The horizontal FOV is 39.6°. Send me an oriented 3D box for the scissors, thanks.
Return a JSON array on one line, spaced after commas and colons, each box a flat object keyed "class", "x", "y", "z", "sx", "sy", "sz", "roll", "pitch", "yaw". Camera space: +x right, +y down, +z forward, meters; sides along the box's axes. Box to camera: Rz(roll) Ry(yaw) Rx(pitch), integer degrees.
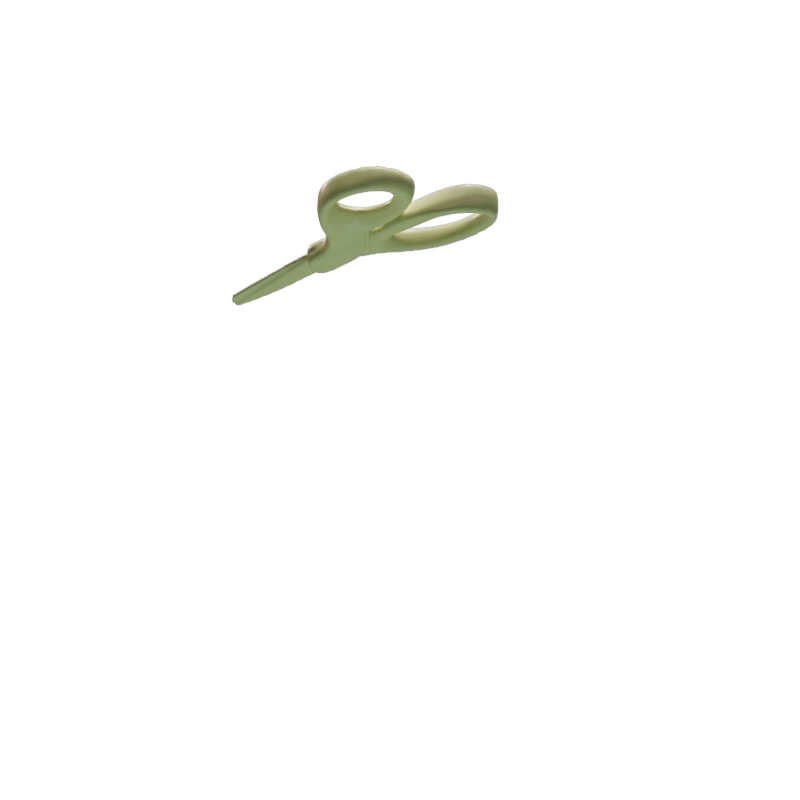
[{"class": "scissors", "x": -0.045, "y": -0.083, "z": 0.581, "sx": 0.205, "sy": 0.016, "sz": 0.090, "roll": -11, "pitch": -18, "yaw": 36}]
